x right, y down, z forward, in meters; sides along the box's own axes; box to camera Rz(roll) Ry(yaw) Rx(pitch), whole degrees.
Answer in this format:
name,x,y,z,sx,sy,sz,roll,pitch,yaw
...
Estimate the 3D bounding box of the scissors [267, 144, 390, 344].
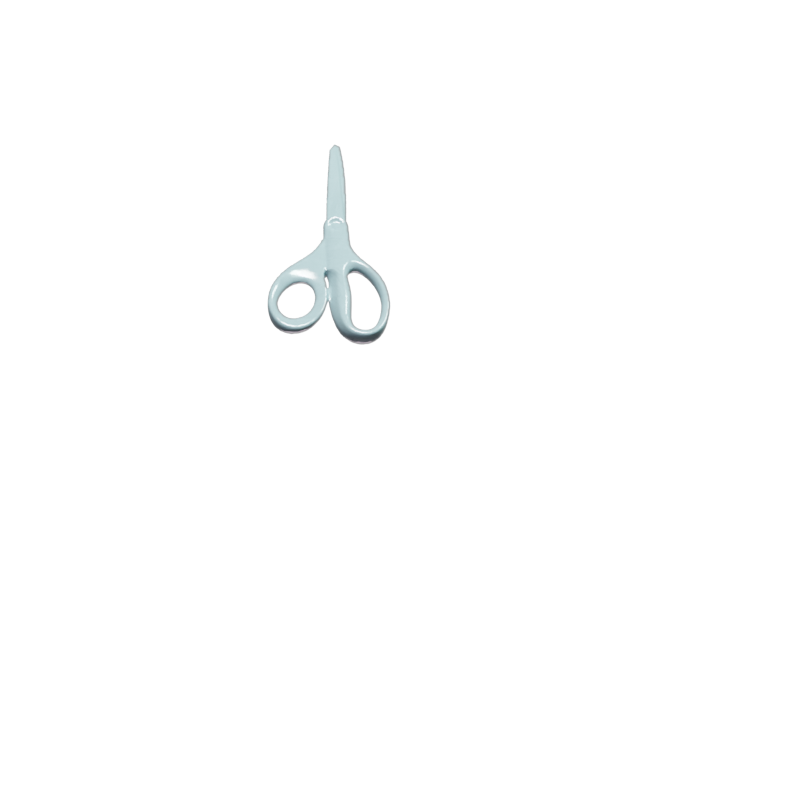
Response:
name,x,y,z,sx,sy,sz,roll,pitch,yaw
scissors,-0.066,-0.120,0.838,0.095,0.218,0.015,-12,-39,-10
